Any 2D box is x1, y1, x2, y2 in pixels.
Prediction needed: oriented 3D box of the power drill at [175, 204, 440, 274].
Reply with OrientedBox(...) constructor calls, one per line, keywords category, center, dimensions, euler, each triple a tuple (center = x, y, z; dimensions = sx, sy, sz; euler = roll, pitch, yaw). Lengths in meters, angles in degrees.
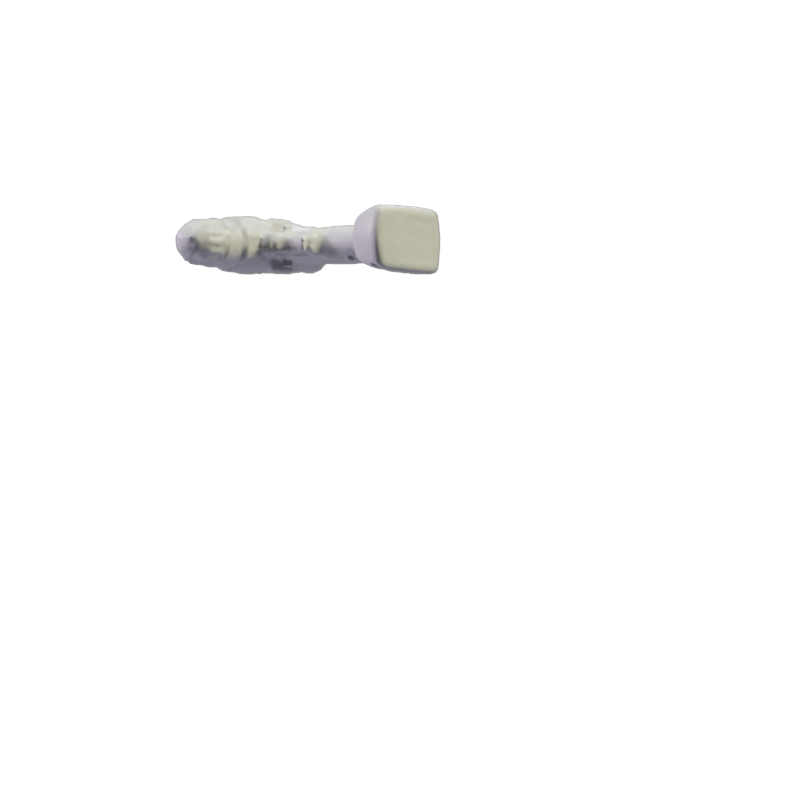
OrientedBox(category="power drill", center=(-0.075, -0.137, 0.959), dimensions=(0.195, 0.057, 0.178), euler=(4, 7, 36))
